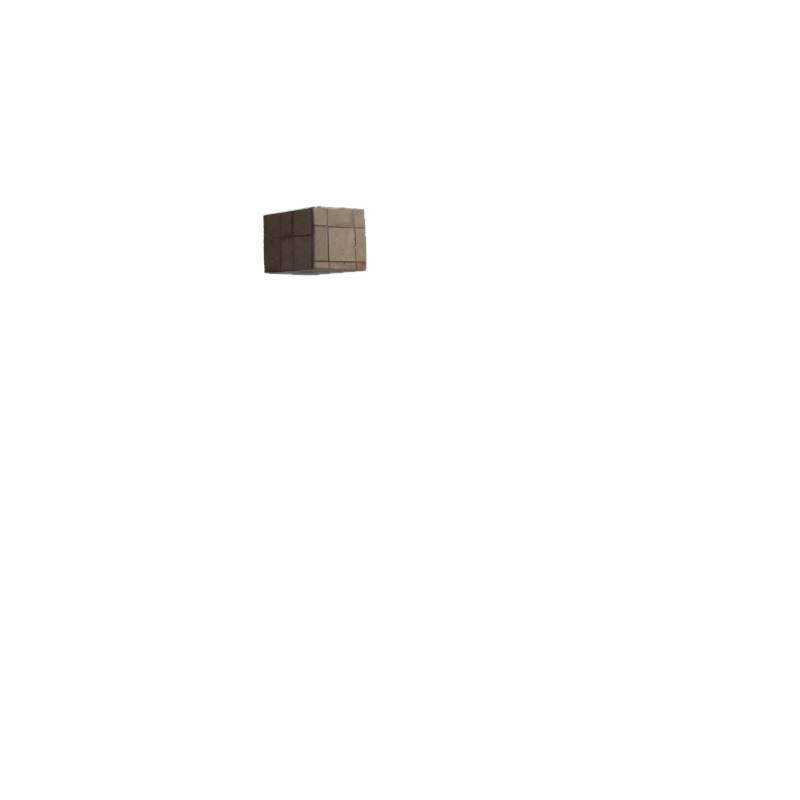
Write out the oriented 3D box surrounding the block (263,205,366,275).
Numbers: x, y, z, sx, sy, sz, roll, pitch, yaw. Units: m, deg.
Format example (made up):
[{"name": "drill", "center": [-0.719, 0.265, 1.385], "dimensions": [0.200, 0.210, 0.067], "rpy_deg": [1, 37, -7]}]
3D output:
[{"name": "block", "center": [-0.071, -0.130, 0.912], "dimensions": [0.051, 0.052, 0.081], "rpy_deg": [1, 0, -38]}]
